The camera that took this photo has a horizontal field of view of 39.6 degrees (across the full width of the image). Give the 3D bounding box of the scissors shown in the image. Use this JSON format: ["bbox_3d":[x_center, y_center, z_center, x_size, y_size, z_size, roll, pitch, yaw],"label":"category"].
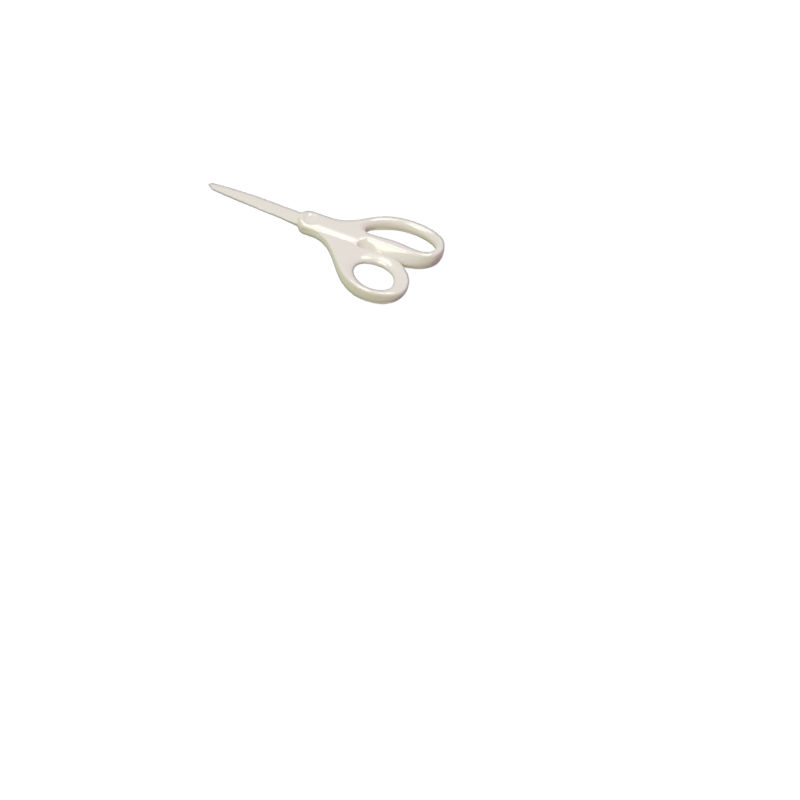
[{"bbox_3d":[-0.068,-0.124,0.868,0.205,0.101,0.015,11,-42,10],"label":"scissors"}]
